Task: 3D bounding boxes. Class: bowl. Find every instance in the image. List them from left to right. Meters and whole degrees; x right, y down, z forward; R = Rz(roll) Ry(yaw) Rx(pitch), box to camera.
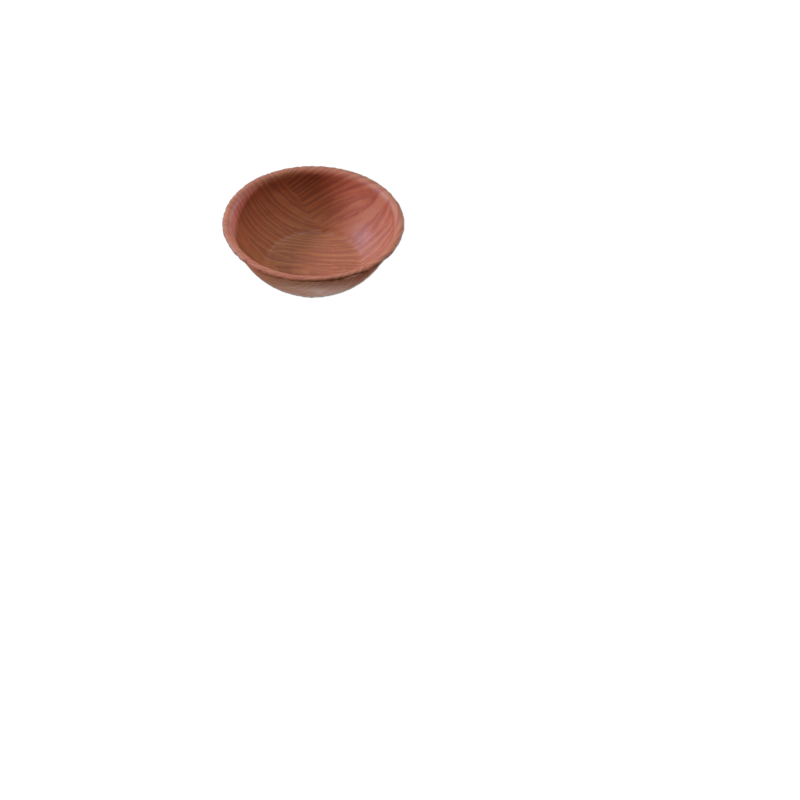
[{"bbox_3d":[-0.078,-0.143,0.999,0.162,0.174,0.051,-1,-45,-1],"label":"bowl"}]
